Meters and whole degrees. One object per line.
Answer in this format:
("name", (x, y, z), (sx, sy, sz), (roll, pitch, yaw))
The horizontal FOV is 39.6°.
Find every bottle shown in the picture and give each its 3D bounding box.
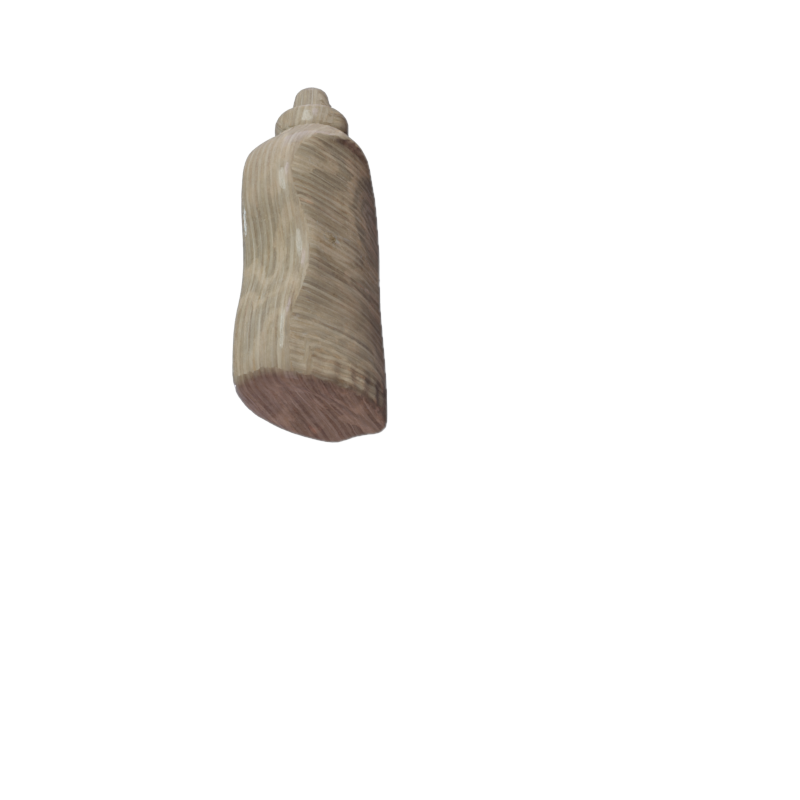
("bottle", (-0.046, -0.082, 0.578), (0.059, 0.204, 0.089), (-18, -32, 28))
